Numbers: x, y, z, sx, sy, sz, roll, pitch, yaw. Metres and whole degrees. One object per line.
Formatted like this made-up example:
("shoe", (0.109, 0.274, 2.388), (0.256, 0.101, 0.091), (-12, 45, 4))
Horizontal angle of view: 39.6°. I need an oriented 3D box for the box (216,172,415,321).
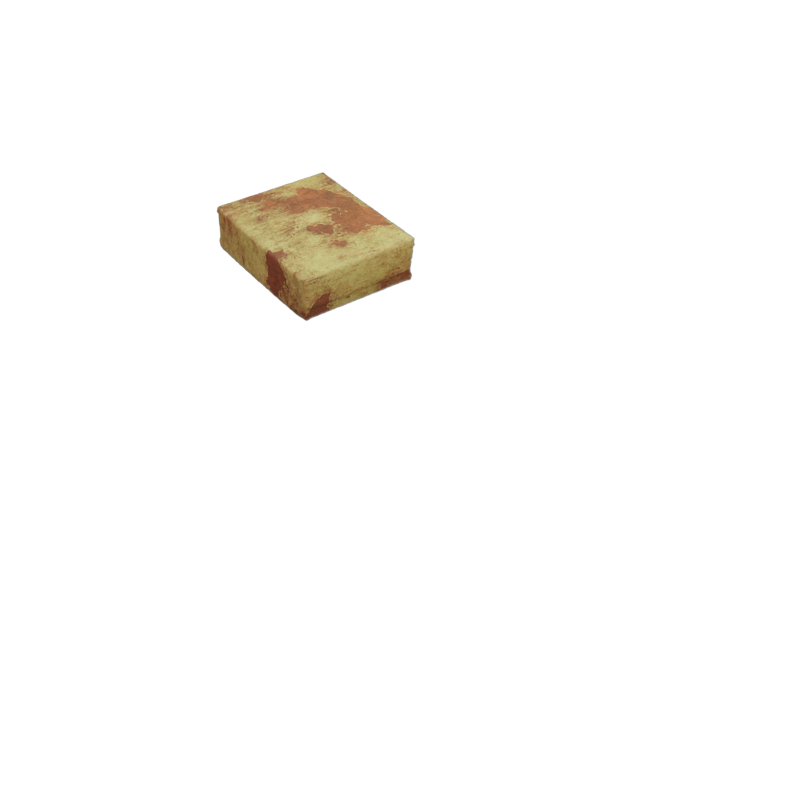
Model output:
("box", (-0.059, -0.108, 0.756), (0.089, 0.036, 0.122), (-24, 45, -27))
